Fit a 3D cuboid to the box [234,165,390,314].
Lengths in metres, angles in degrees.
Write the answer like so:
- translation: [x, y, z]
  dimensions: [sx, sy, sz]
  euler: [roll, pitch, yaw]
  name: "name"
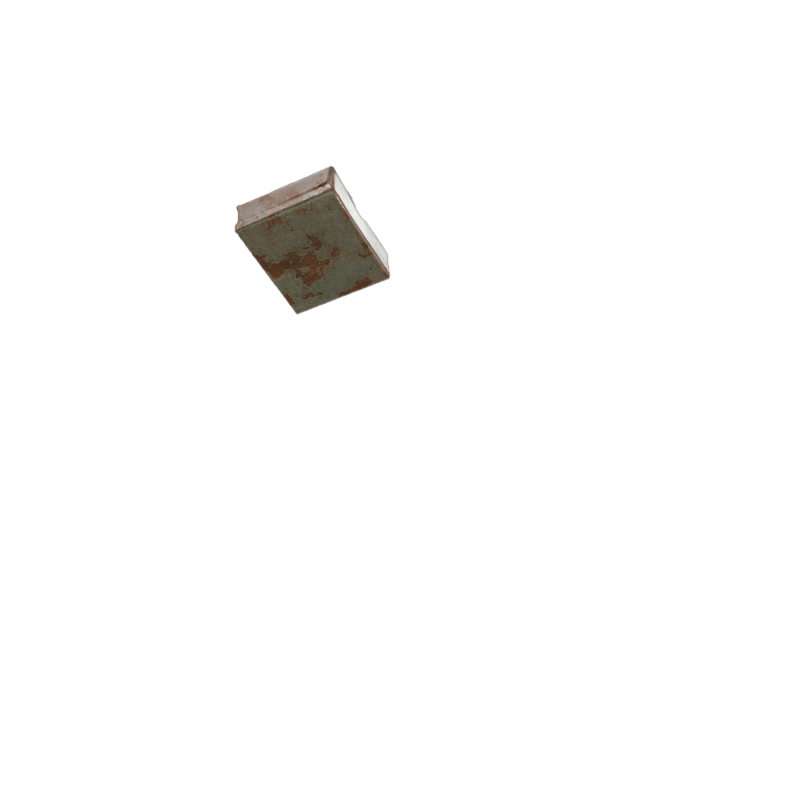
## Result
- translation: [-0.058, -0.107, 0.746]
  dimensions: [0.073, 0.032, 0.083]
  euler: [-21, -51, 17]
  name: "box"
